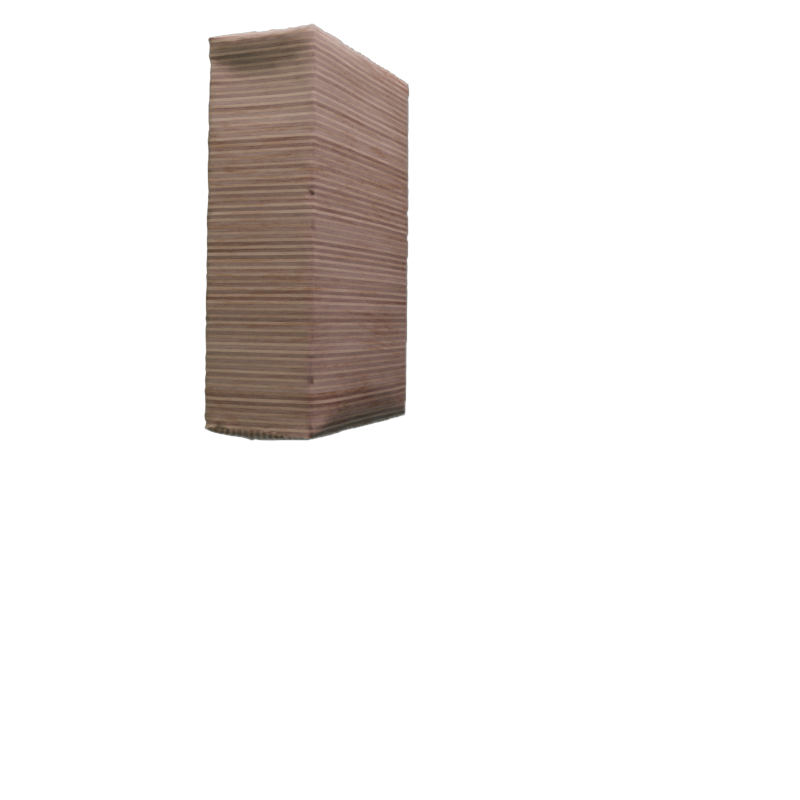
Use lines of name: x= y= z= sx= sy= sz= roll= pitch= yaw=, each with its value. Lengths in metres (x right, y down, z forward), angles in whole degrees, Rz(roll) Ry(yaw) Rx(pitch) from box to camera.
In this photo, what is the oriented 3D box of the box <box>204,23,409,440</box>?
box: x=-0.050 y=-0.092 z=0.643 sx=0.074 sy=0.215 sz=0.159 roll=-1 pitch=-1 yaw=19
